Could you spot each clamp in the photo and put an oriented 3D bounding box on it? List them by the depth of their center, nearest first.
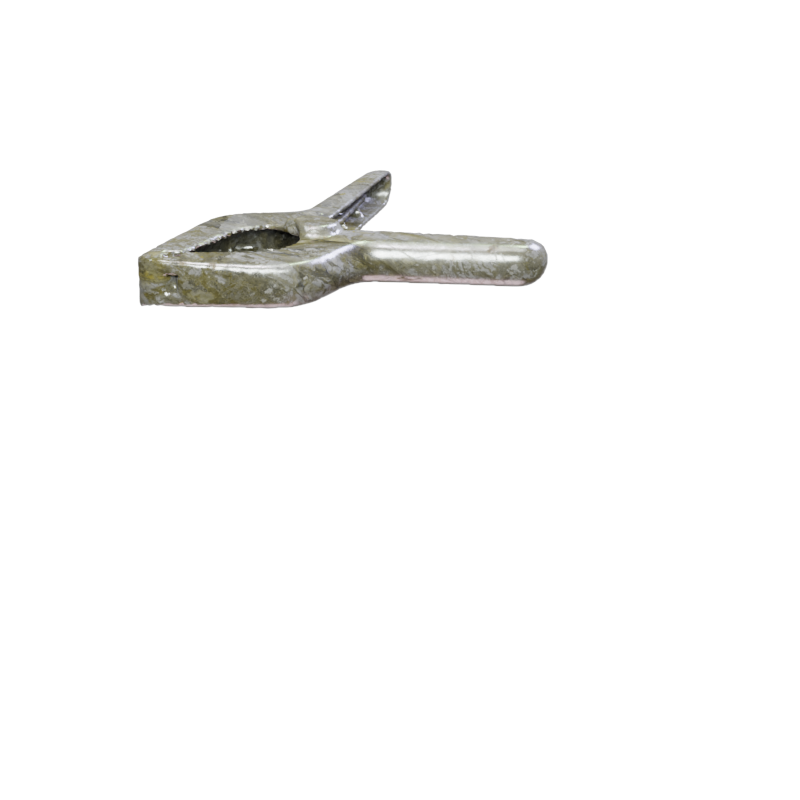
[{"bbox_3d":[-0.049,-0.089,0.621,0.206,0.035,0.176,-12,29,-22],"label":"clamp"}]
